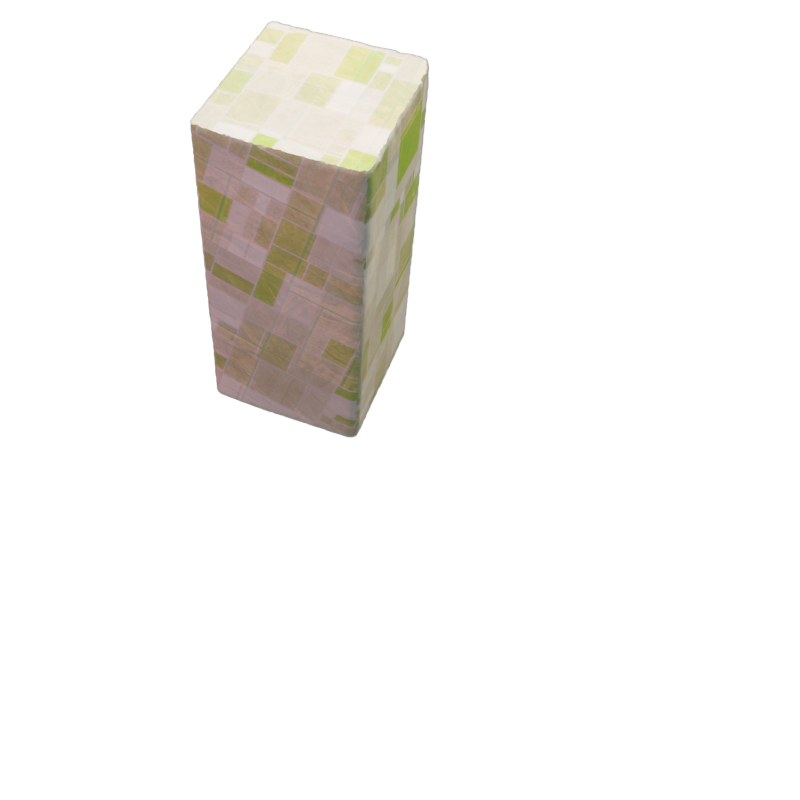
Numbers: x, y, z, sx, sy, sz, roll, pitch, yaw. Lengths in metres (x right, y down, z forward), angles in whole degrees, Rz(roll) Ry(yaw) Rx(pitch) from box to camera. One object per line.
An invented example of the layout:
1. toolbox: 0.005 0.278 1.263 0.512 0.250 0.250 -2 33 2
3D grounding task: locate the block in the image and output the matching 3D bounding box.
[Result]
1. block: -0.046 -0.084 0.594 0.093 0.095 0.192 18 -39 11
